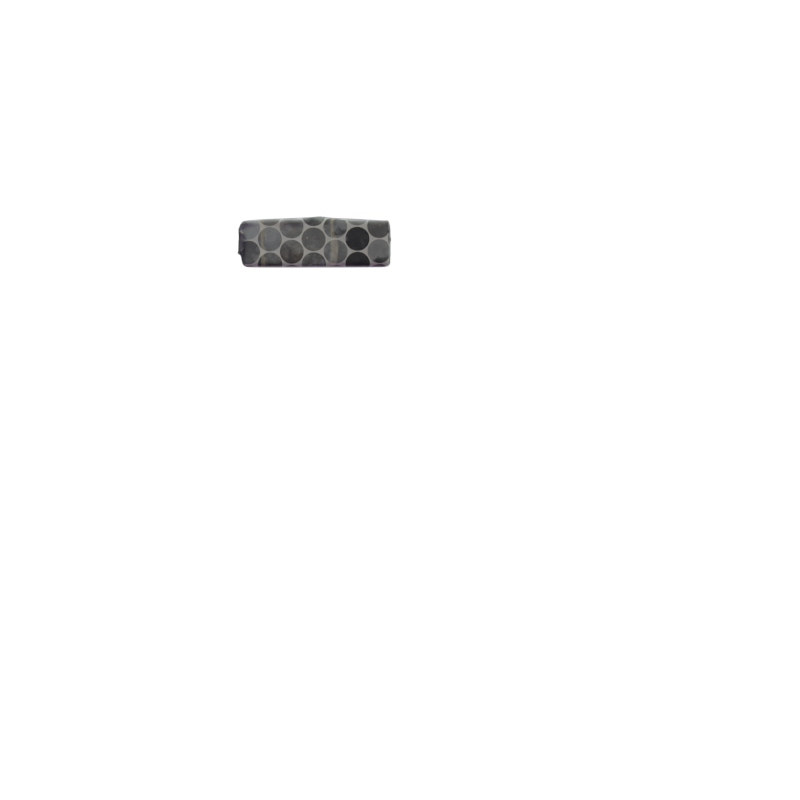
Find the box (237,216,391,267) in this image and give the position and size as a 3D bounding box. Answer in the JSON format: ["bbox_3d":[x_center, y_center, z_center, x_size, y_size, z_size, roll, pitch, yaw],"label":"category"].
[{"bbox_3d":[-0.053,-0.097,0.677,0.089,0.030,0.074,0,8,-3],"label":"box"}]
